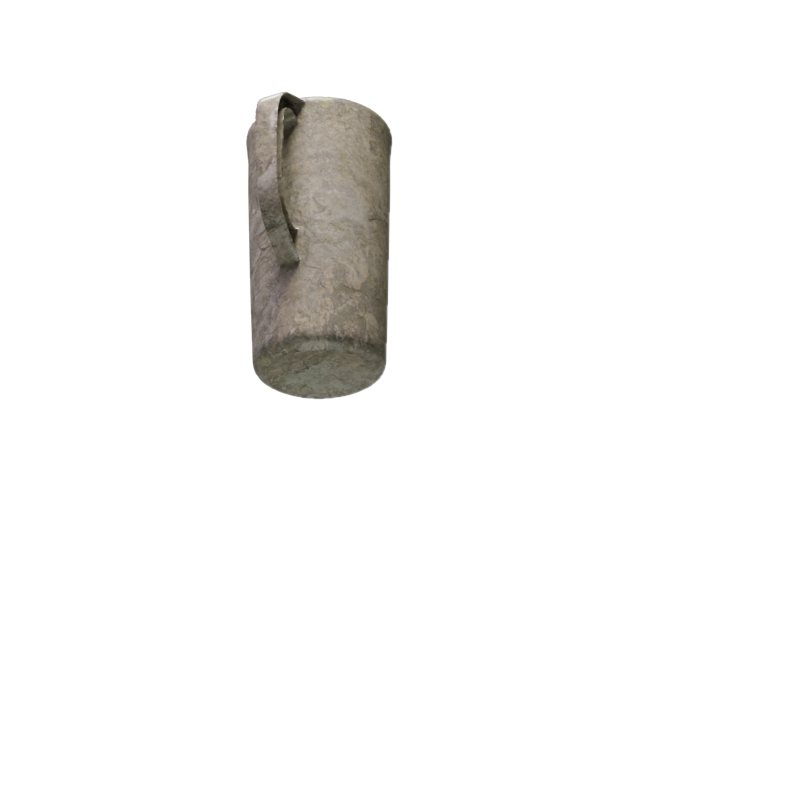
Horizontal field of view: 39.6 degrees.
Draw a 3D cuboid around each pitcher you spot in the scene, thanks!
[{"bbox_3d":[-0.074,-0.135,0.943,0.144,0.259,0.140,11,-33,-21],"label":"pitcher"}]
